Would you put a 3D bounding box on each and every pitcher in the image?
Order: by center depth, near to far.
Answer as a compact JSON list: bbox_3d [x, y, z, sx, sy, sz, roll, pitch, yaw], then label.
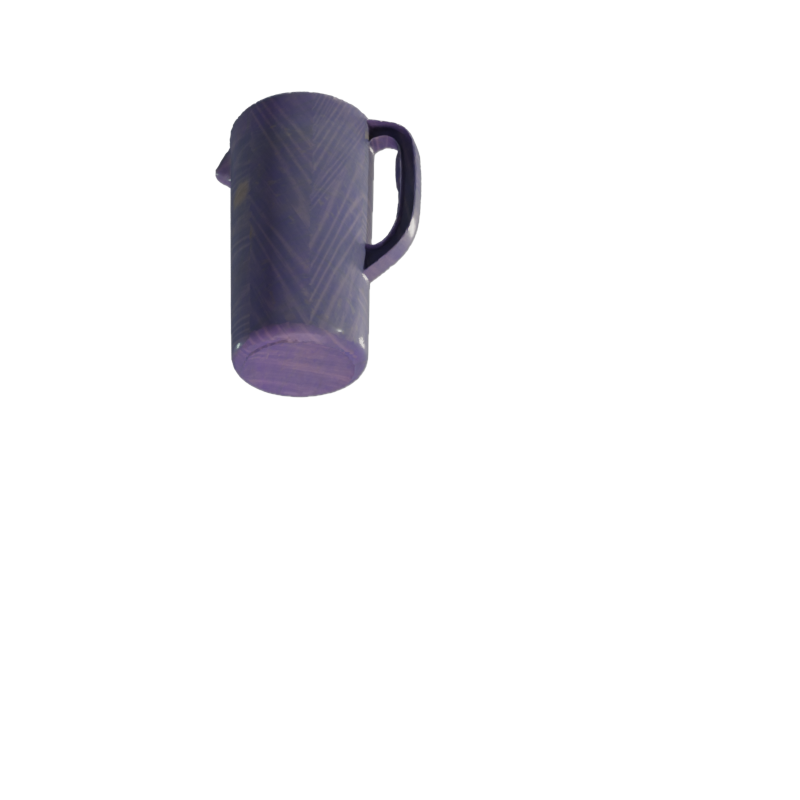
[{"bbox_3d":[-0.073,-0.133,0.930,0.139,0.260,0.145,15,-36,-25],"label":"pitcher"}]
